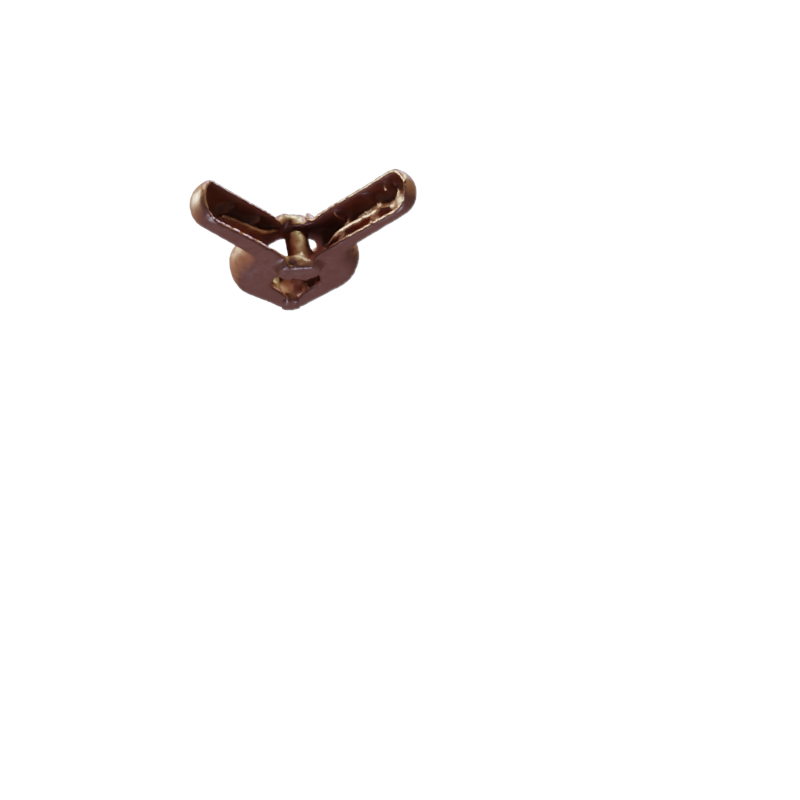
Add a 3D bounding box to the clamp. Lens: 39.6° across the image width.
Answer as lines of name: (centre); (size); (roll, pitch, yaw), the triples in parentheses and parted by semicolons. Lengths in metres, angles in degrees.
clamp: (-0.051, -0.093, 0.652); (0.120, 0.041, 0.165); (0, -11, 1)
